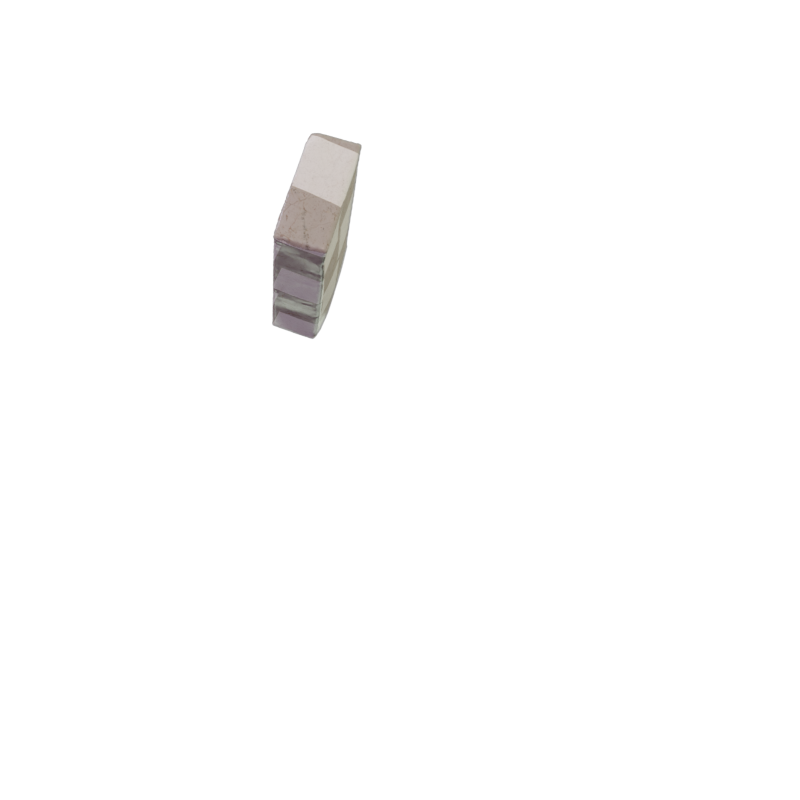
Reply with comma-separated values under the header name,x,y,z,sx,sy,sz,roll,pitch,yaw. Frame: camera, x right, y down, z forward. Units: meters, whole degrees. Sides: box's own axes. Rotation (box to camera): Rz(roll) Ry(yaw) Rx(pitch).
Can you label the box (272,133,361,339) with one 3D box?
name,x,y,z,sx,sy,sz,roll,pitch,yaw
box,-0.067,-0.122,0.853,0.048,0.097,0.168,16,-21,1
